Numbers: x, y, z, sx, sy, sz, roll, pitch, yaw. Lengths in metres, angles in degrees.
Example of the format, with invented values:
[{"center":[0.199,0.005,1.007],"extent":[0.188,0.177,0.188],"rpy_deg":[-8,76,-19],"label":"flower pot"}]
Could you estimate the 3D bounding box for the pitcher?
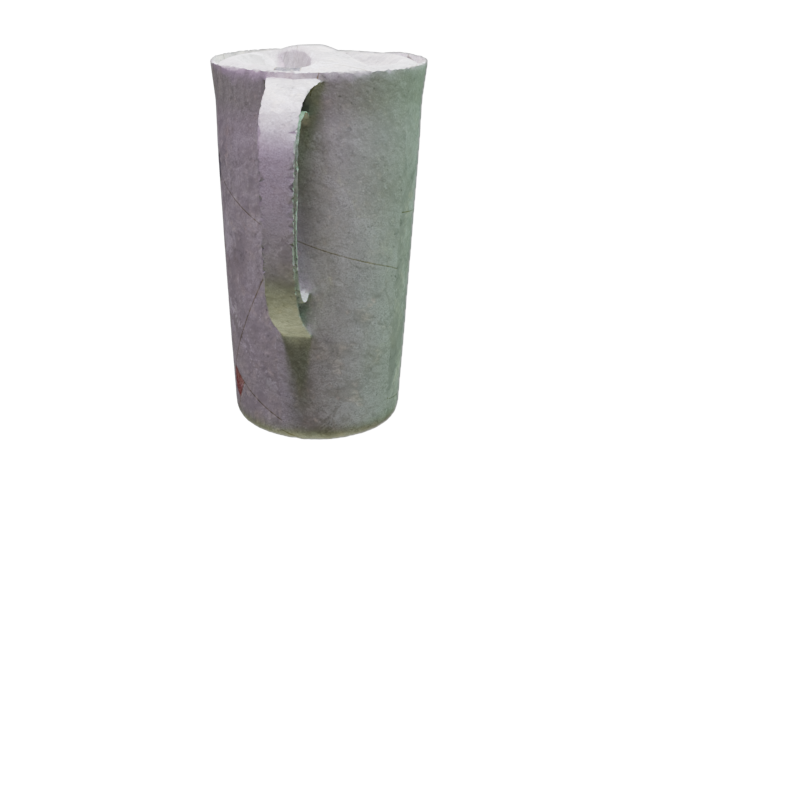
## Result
[{"center":[-0.055,-0.100,0.702],"extent":[0.146,0.234,0.154],"rpy_deg":[-11,21,-34],"label":"pitcher"}]
